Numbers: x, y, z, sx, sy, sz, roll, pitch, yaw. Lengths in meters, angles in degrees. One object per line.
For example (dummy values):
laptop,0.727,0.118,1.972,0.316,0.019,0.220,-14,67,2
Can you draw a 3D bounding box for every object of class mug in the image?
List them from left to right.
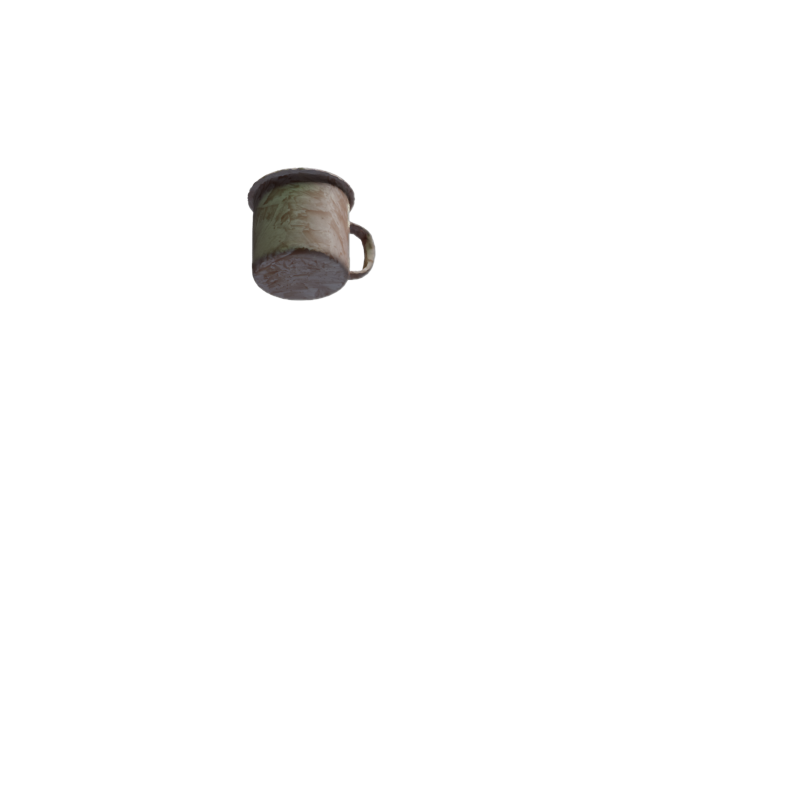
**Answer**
mug,-0.074,-0.134,0.939,0.112,0.087,0.092,15,-32,-28
